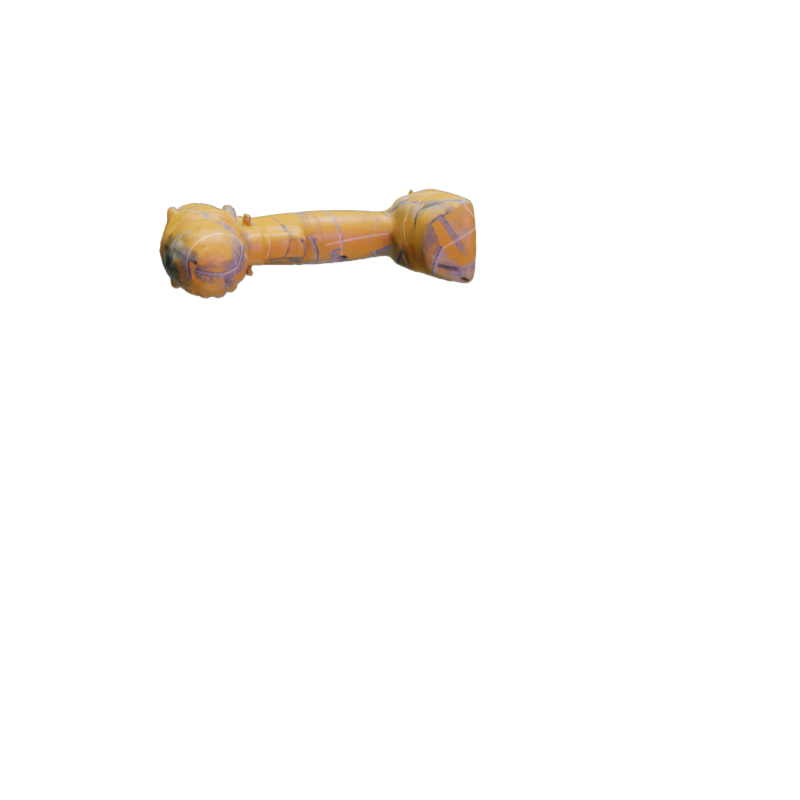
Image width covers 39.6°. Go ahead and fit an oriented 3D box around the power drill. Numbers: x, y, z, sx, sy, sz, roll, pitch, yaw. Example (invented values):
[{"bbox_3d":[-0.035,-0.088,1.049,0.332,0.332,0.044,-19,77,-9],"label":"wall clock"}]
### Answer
[{"bbox_3d":[-0.053,-0.097,0.680,0.185,0.056,0.192,-3,15,-11],"label":"power drill"}]
